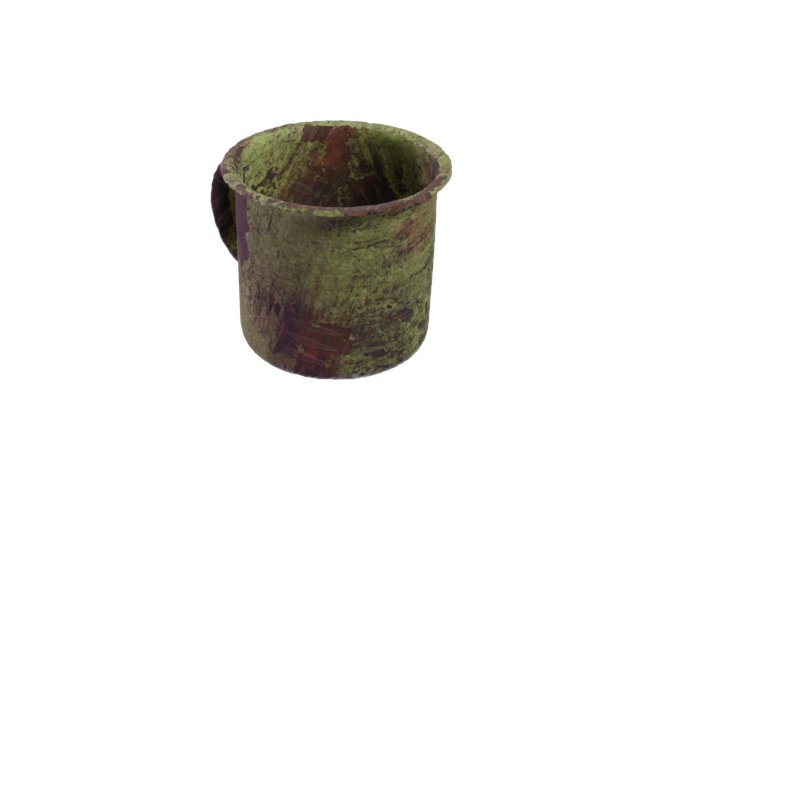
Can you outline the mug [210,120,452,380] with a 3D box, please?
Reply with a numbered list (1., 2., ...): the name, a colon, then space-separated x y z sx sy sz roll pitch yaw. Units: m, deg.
1. mug: -0.037 -0.067 0.470 0.124 0.077 0.094 23 38 31
